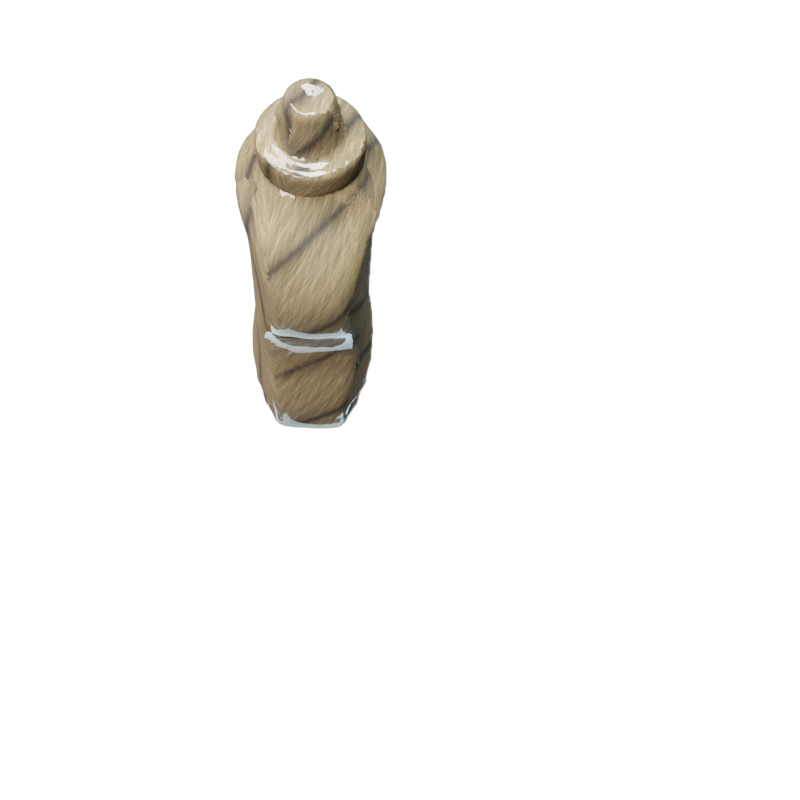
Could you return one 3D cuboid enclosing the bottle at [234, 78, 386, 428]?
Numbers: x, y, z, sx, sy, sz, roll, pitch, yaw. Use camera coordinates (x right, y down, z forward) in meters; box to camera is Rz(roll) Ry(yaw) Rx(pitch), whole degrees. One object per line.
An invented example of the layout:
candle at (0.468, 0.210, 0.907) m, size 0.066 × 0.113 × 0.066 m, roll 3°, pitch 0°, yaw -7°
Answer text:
bottle at (-0.037, -0.066, 0.463) m, size 0.058 × 0.102 × 0.181 m, roll 3°, pitch -26°, yaw -2°
